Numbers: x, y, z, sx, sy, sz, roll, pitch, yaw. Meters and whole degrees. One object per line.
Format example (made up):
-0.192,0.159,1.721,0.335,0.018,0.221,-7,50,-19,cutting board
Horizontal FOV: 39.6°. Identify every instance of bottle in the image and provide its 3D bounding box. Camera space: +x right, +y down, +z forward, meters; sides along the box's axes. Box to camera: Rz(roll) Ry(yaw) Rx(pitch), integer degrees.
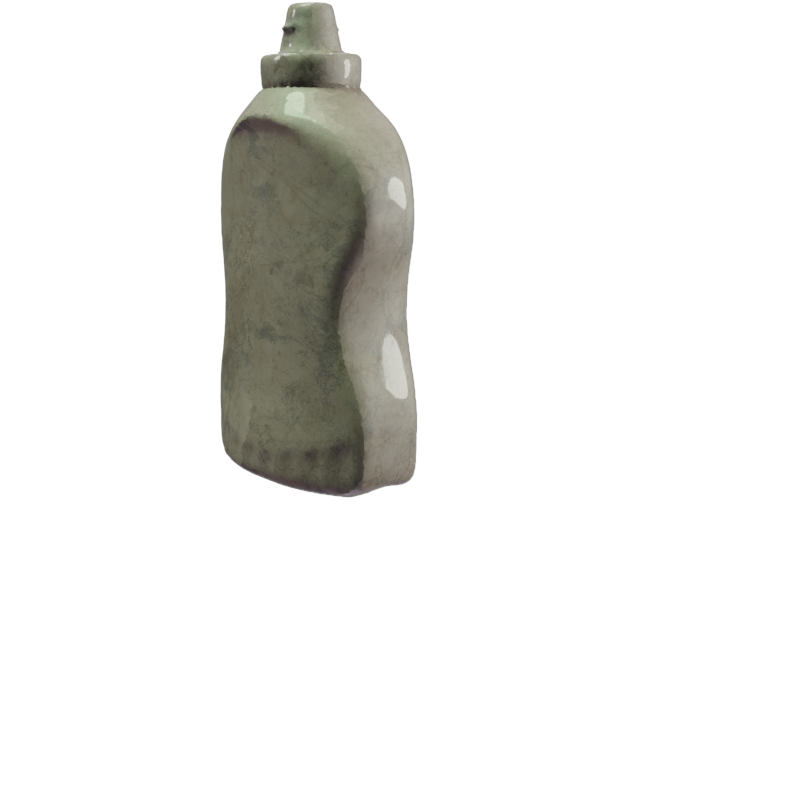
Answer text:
-0.036,-0.065,0.455,0.056,0.189,0.101,-5,9,-39,bottle
